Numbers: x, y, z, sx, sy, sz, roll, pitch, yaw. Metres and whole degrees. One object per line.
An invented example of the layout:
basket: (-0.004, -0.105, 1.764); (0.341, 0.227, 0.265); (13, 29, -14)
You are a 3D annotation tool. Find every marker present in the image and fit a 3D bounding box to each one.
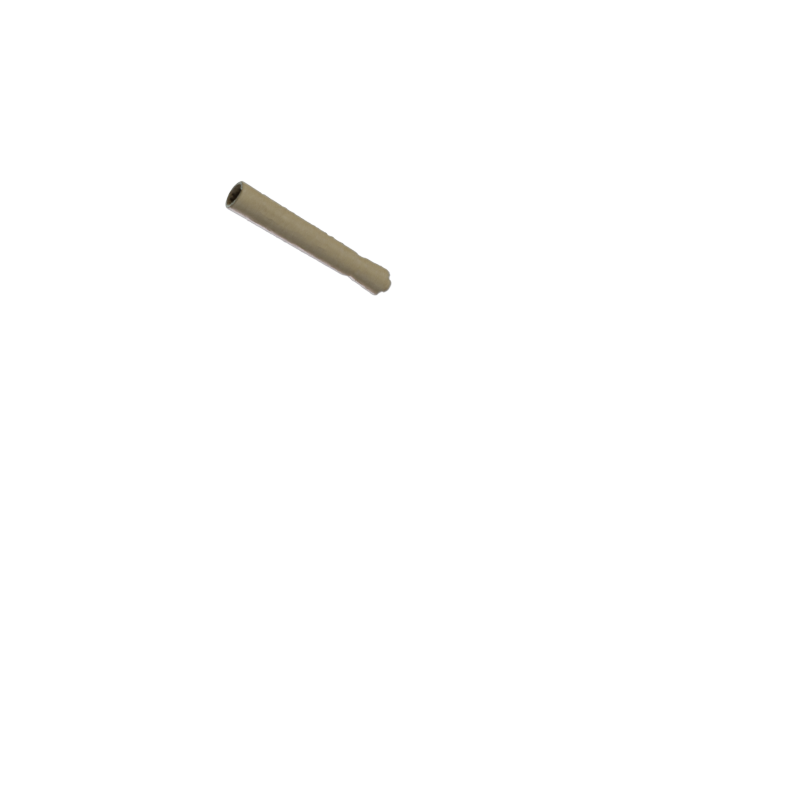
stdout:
marker: (-0.053, -0.097, 0.683); (0.115, 0.020, 0.020); (29, -11, -26)
